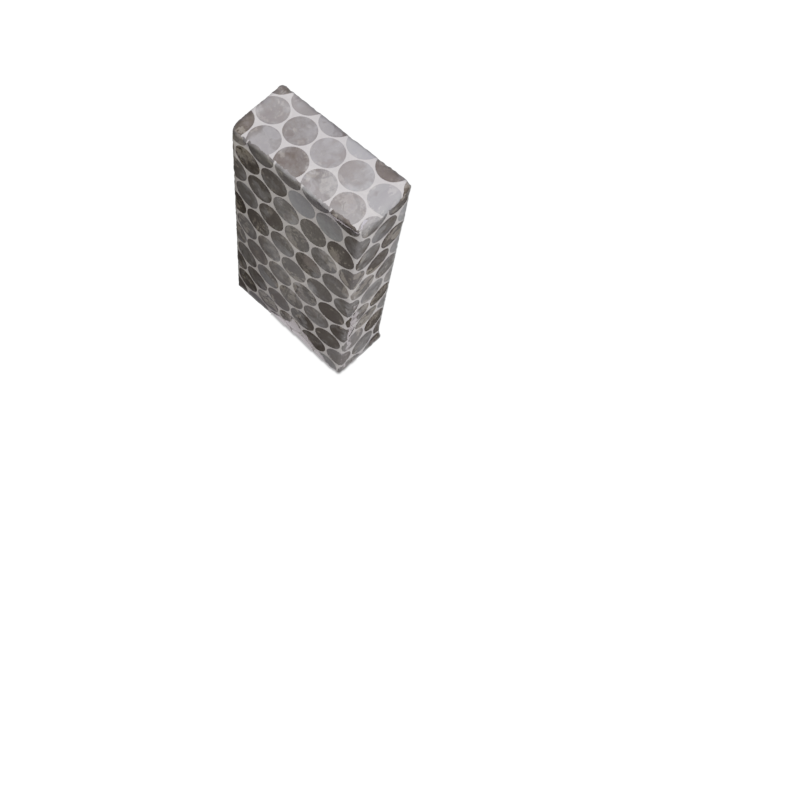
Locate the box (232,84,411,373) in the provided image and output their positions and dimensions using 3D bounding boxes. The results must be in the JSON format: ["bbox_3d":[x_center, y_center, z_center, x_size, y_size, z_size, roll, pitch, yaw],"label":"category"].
[{"bbox_3d":[-0.050,-0.090,0.629,0.097,0.049,0.167,42,-19,13],"label":"box"}]
